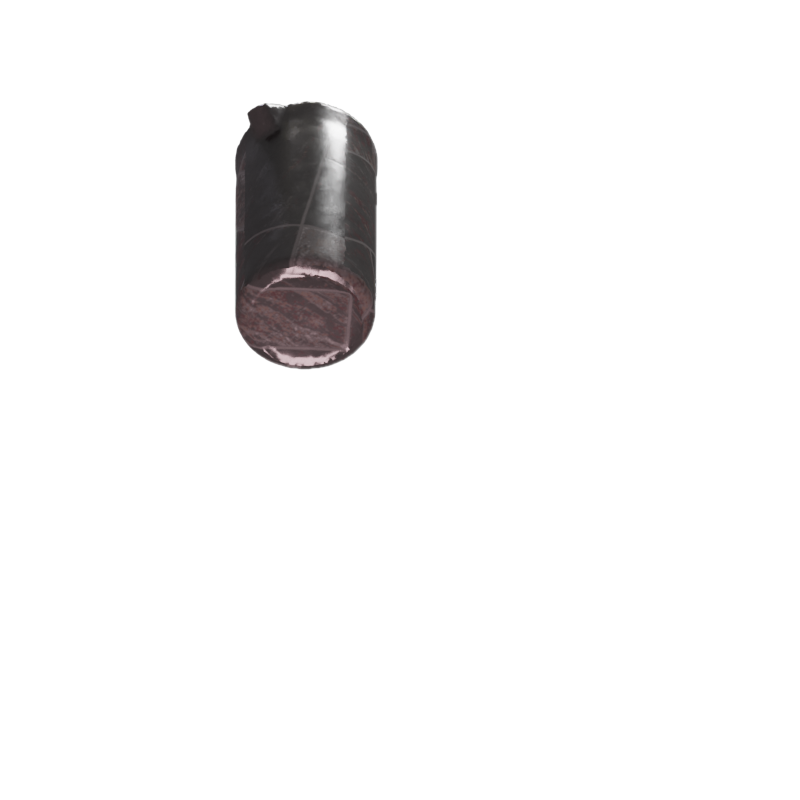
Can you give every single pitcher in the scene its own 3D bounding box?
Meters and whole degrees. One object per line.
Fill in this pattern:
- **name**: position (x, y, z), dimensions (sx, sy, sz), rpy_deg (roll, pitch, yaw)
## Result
- **pitcher**: position (-0.074, -0.135, 0.945), dimensions (0.147, 0.137, 0.260), rpy_deg (10, 38, -11)
